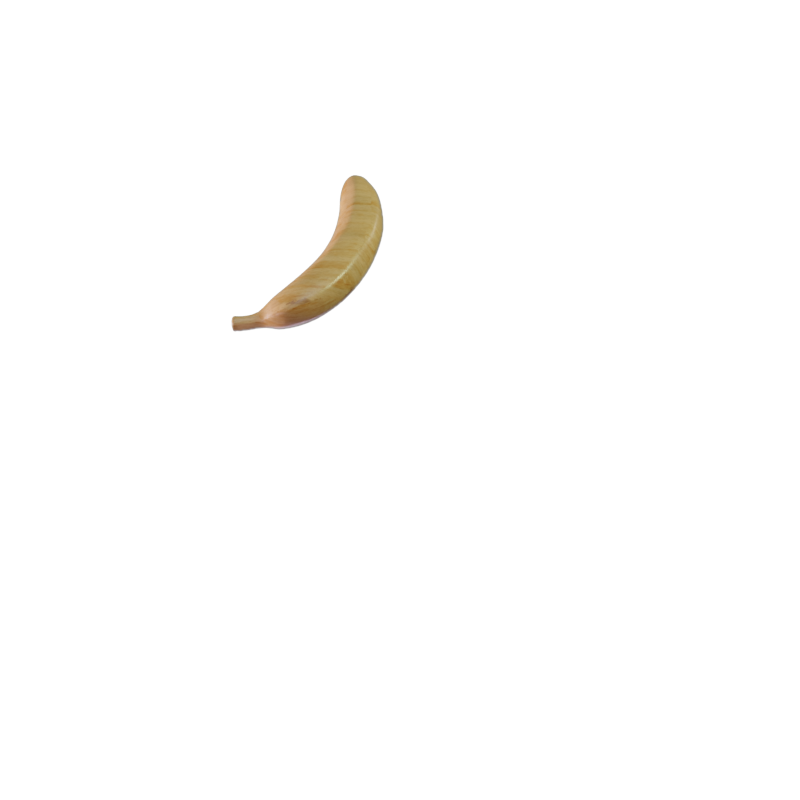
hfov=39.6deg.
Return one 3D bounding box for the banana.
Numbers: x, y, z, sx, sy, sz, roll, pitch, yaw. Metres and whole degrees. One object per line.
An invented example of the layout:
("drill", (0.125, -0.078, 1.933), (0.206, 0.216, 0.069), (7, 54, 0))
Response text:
("banana", (-0.053, -0.115, 0.864), (0.072, 0.034, 0.204), (19, 48, 17))
